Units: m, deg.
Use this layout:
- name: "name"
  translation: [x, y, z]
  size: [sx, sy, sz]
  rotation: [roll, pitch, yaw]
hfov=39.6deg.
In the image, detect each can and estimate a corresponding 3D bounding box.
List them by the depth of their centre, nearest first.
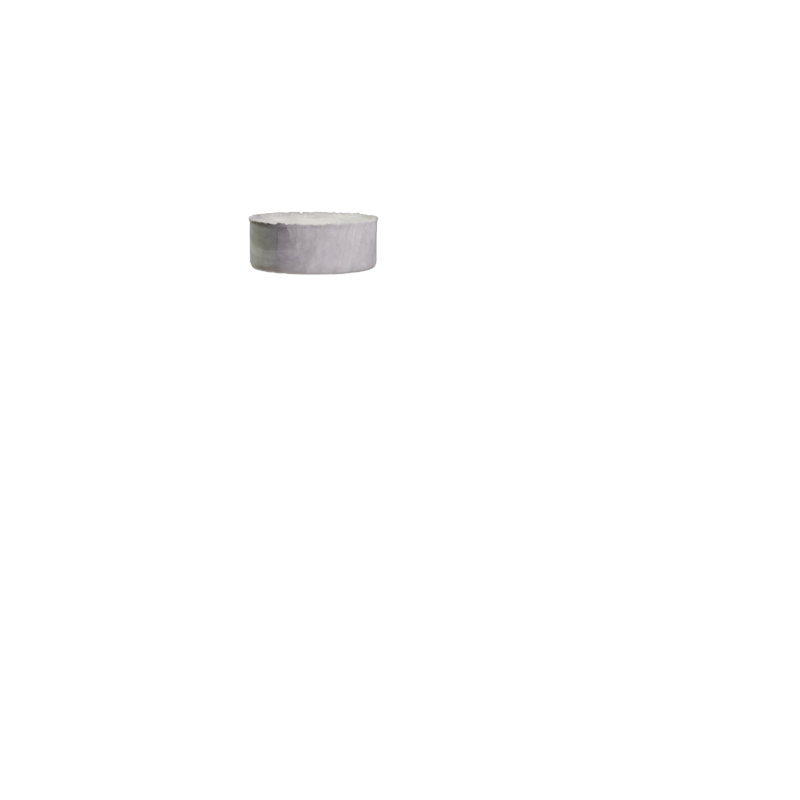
- name: "can"
  translation: [-0.058, -0.105, 0.735]
  size: [0.086, 0.033, 0.088]
  rotation: [0, 13, -2]
